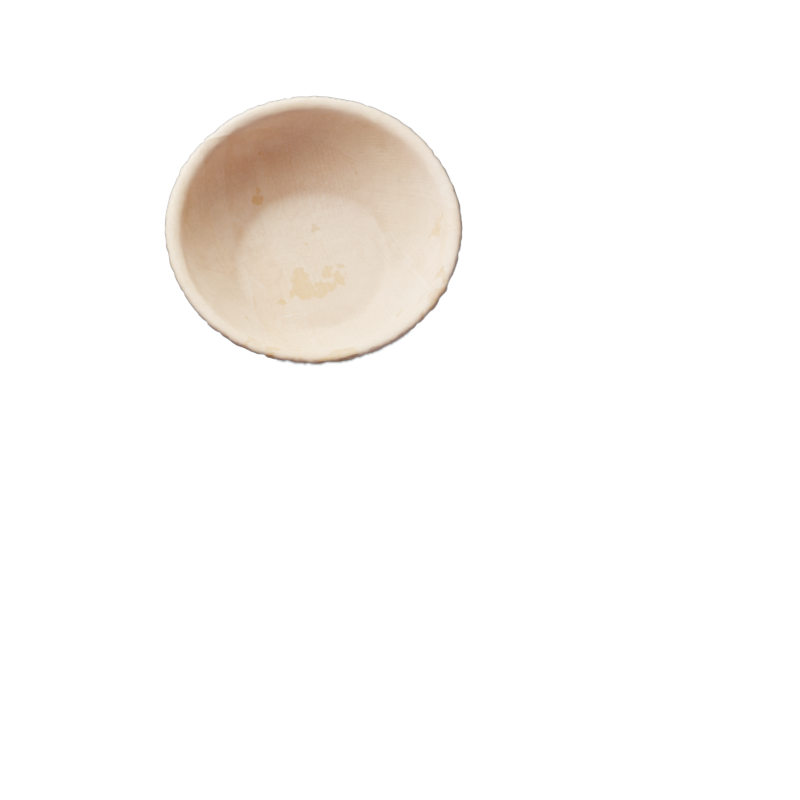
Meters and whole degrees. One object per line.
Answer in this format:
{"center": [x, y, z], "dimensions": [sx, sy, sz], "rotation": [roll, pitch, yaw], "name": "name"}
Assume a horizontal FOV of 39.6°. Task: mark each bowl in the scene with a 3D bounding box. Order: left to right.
{"center": [-0.049, -0.089, 0.626], "dimensions": [0.162, 0.171, 0.052], "rotation": [-1, -23, -1], "name": "bowl"}
